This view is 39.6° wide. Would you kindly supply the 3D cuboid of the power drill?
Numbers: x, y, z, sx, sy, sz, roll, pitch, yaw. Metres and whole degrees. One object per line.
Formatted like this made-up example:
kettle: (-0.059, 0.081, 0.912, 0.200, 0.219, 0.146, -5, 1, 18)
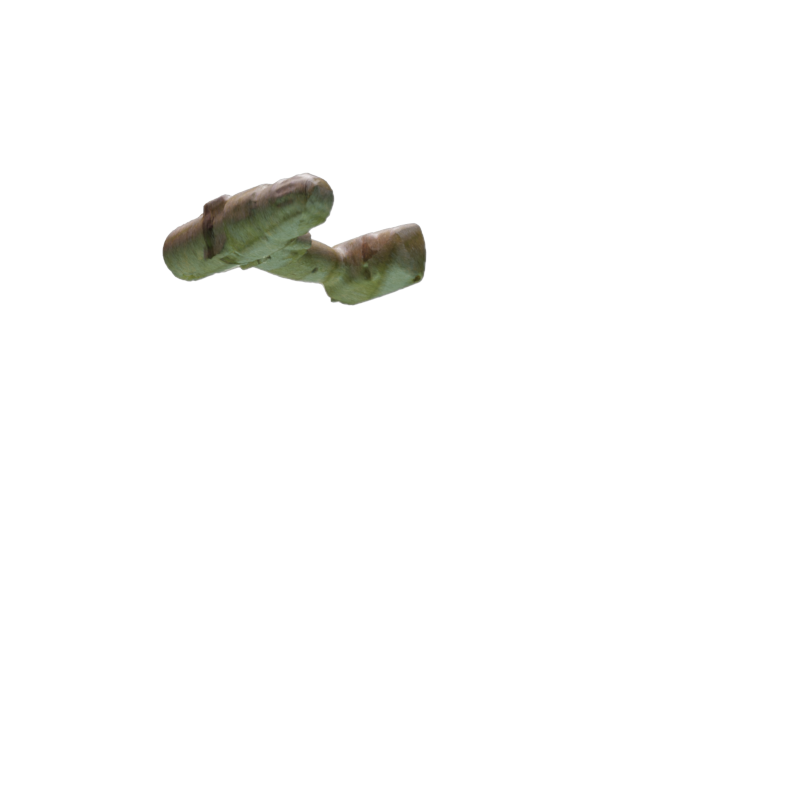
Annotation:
power drill: (-0.069, -0.126, 0.885, 0.178, 0.059, 0.188, 9, -14, -42)
